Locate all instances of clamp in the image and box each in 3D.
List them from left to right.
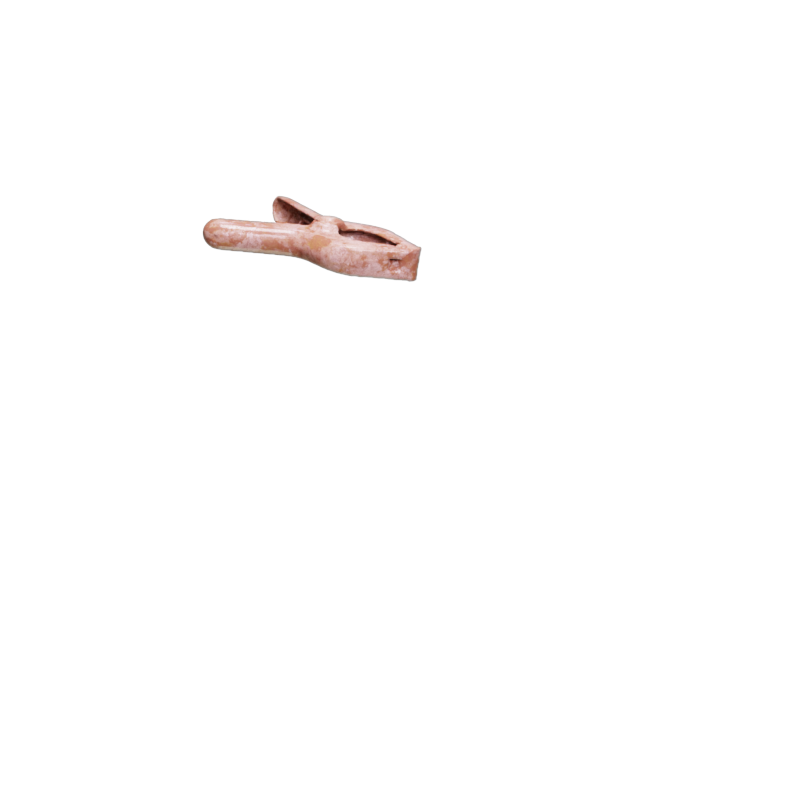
[{"bbox_3d":[-0.070,-0.127,0.891,0.181,0.037,0.120,19,33,32],"label":"clamp"}]
